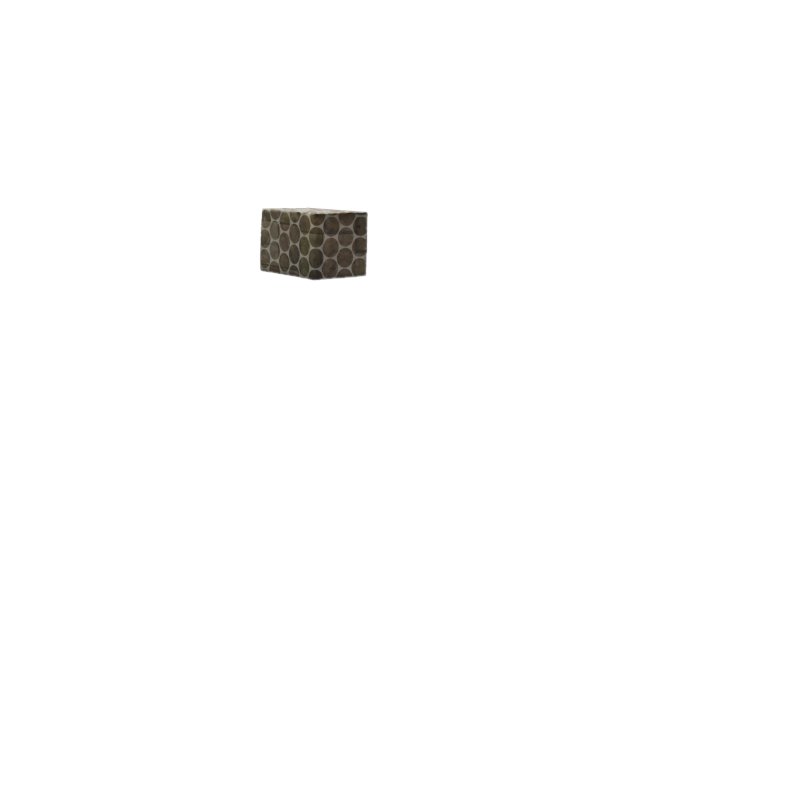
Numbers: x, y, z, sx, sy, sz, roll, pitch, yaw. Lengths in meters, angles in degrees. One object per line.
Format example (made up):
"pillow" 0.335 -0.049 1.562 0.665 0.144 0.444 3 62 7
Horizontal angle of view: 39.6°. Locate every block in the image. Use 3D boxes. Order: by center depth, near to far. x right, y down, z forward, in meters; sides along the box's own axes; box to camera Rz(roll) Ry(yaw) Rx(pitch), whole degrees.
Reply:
"block" -0.068 -0.125 0.874 0.051 0.050 0.082 -6 12 -37
